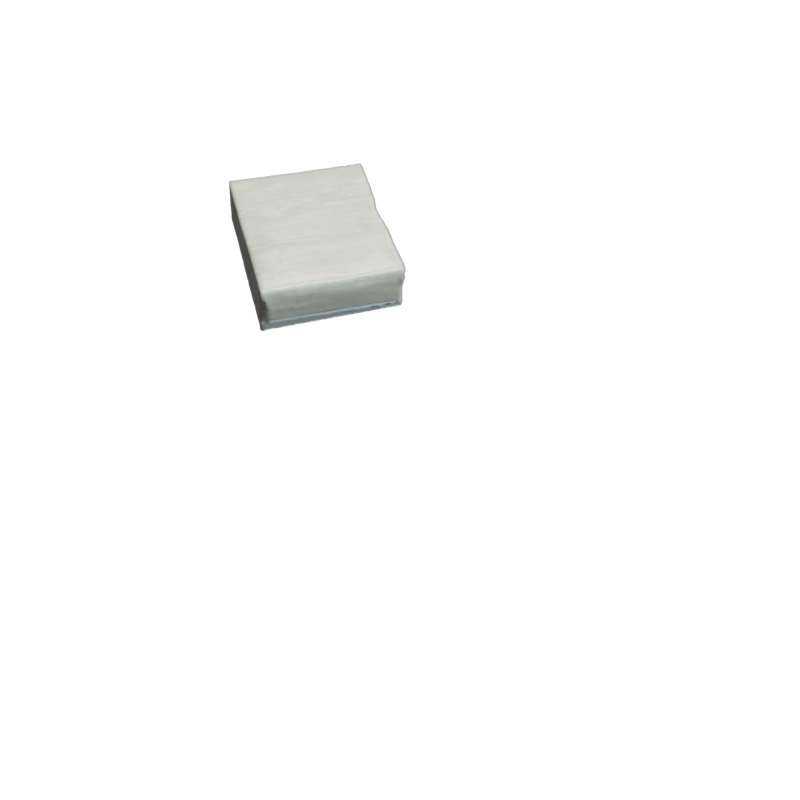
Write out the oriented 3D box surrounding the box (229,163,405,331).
[{"bbox_3d":[-0.044,-0.081,0.568,0.072,0.097,0.028,-10,-43,-10],"label":"box"}]
